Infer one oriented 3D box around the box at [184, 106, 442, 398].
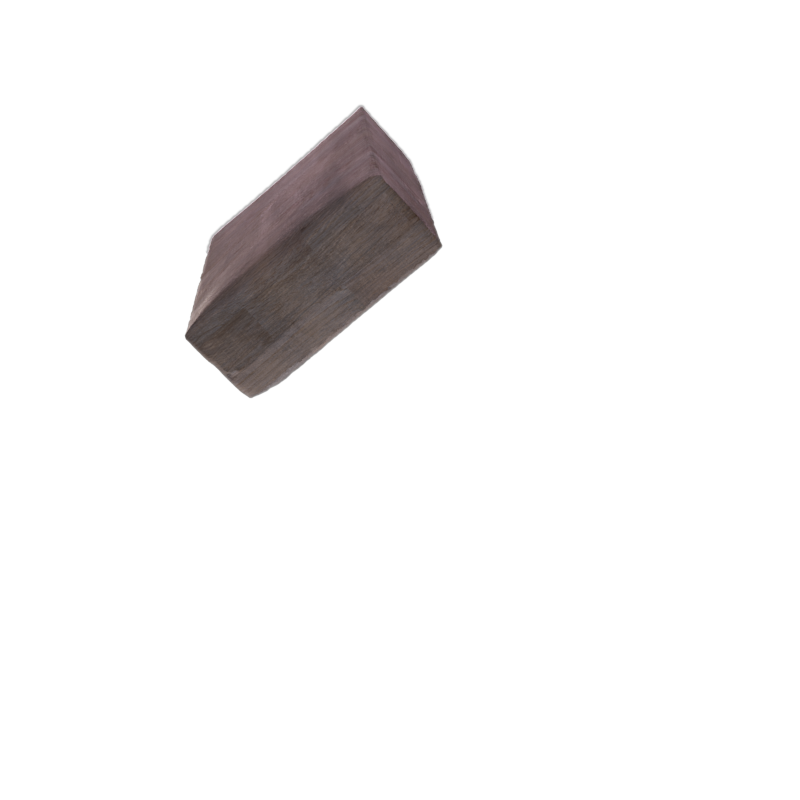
[{"bbox_3d":[-0.062,-0.113,0.788,0.163,0.069,0.225,-38,21,12],"label":"box"}]
